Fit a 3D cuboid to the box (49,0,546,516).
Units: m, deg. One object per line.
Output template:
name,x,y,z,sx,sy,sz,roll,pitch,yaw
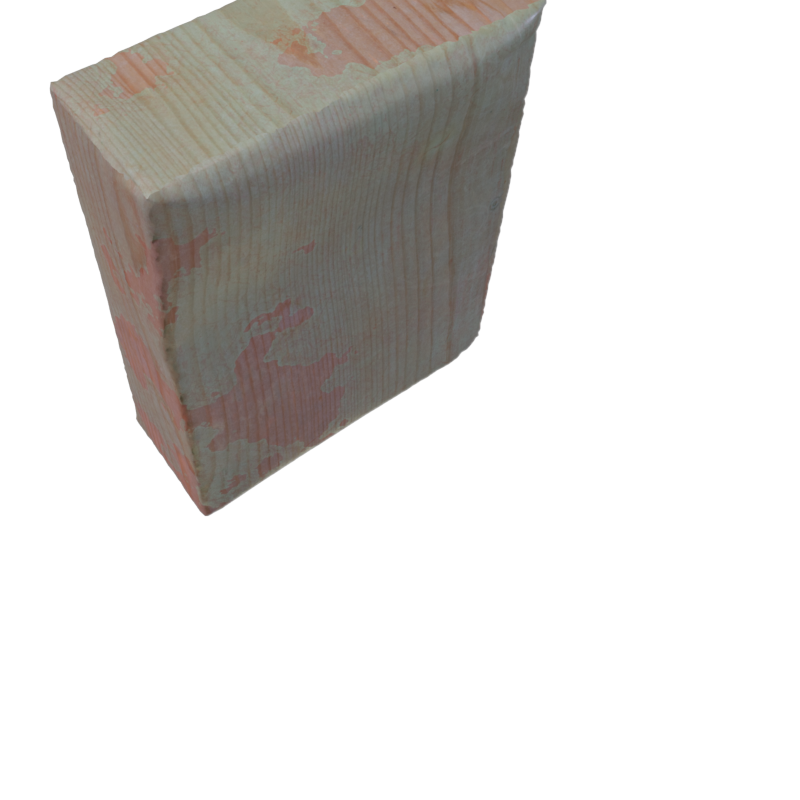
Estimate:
box,-0.035,-0.064,0.447,0.164,0.077,0.200,-32,-26,-22
